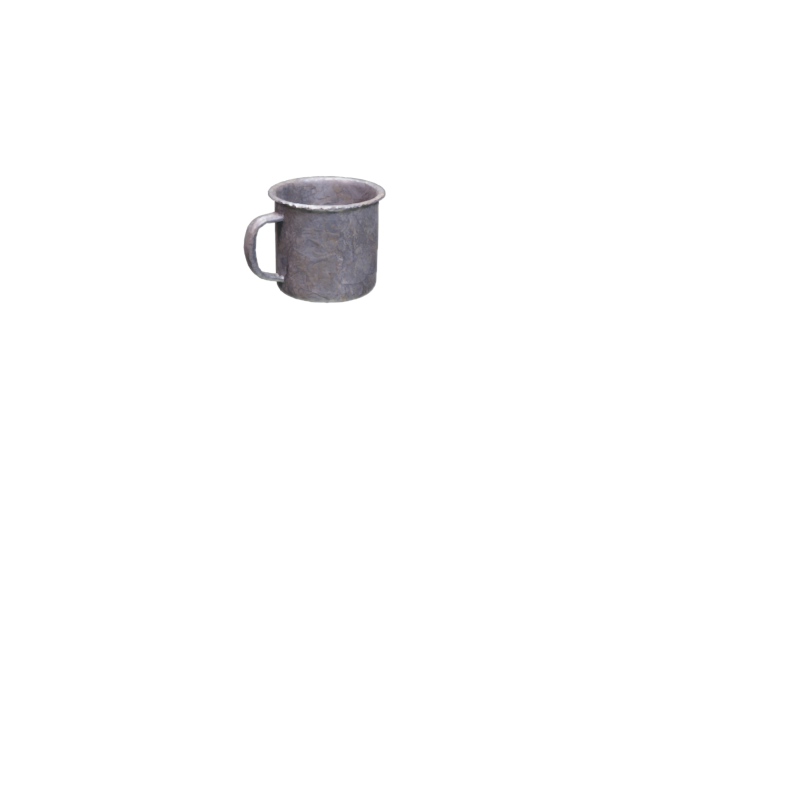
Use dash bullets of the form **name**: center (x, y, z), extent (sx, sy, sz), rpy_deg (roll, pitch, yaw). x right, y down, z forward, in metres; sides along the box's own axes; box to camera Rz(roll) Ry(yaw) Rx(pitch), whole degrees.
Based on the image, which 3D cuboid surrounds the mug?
- **mug**: center (-0.069, -0.125, 0.878), extent (0.115, 0.078, 0.100), rpy_deg (-13, 26, -29)
